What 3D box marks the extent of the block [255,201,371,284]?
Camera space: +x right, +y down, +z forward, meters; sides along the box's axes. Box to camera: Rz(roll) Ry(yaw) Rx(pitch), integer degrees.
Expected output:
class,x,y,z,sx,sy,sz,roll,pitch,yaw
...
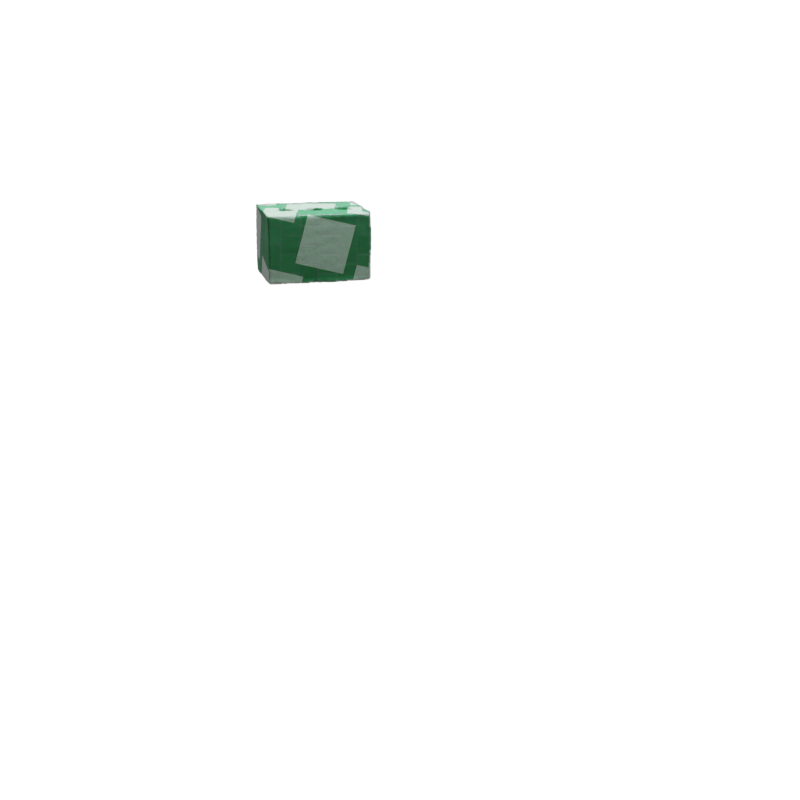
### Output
class,x,y,z,sx,sy,sz,roll,pitch,yaw
block,-0.064,-0.117,0.816,0.077,0.050,0.055,-4,15,-14
